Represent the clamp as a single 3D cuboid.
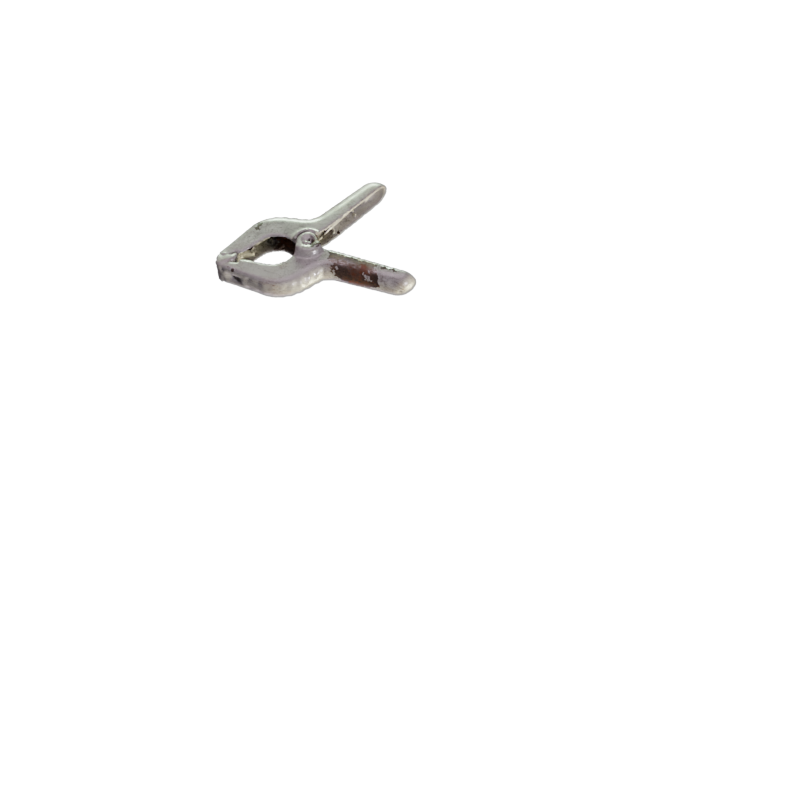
[{"bbox_3d":[-0.077,-0.140,0.981,0.171,0.129,0.036,-3,-40,-3],"label":"clamp"}]
